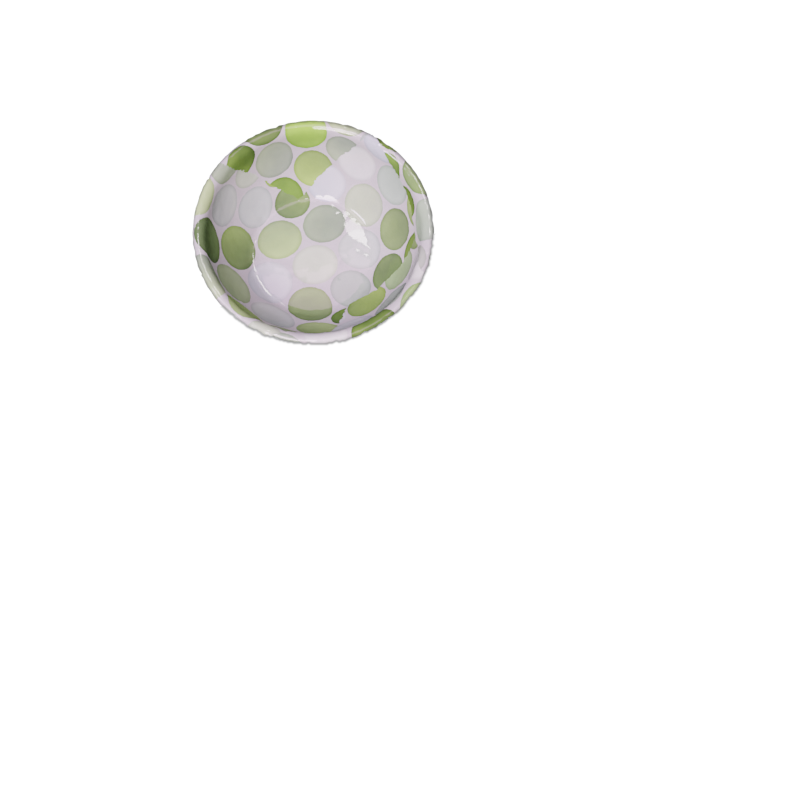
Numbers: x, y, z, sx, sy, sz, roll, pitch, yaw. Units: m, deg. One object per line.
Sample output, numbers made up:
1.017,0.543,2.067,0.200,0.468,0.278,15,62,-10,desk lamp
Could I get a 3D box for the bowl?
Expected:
-0.060,-0.109,0.764,0.162,0.170,0.053,-1,-20,-1,bowl
